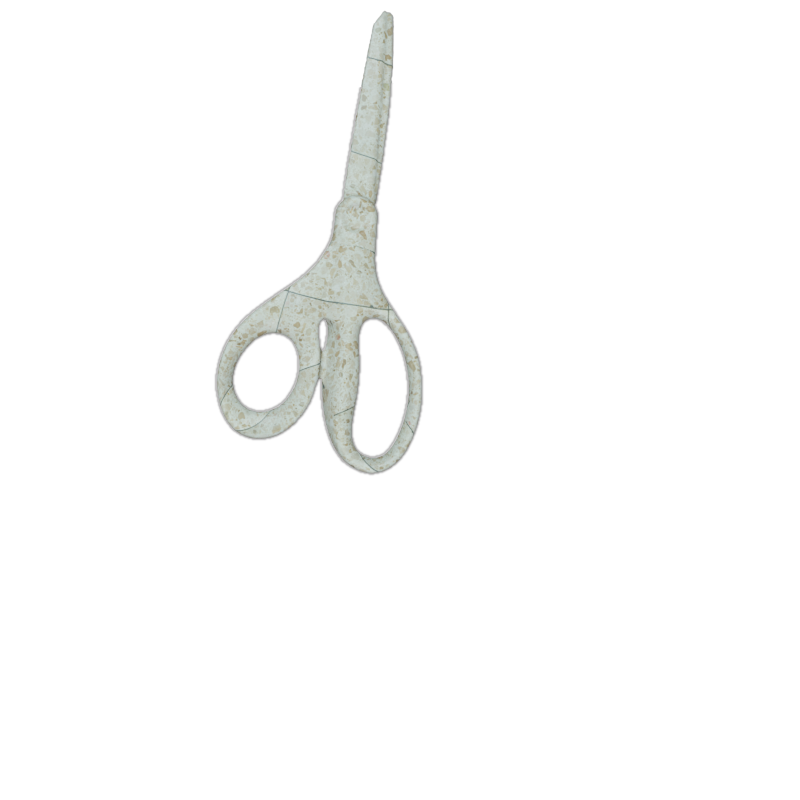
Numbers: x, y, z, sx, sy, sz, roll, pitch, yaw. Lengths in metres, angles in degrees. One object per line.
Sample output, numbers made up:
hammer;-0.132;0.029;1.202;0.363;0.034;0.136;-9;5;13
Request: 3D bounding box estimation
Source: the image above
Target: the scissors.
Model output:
scissors;-0.038;-0.069;0.482;0.096;0.207;0.015;-7;-10;-1
